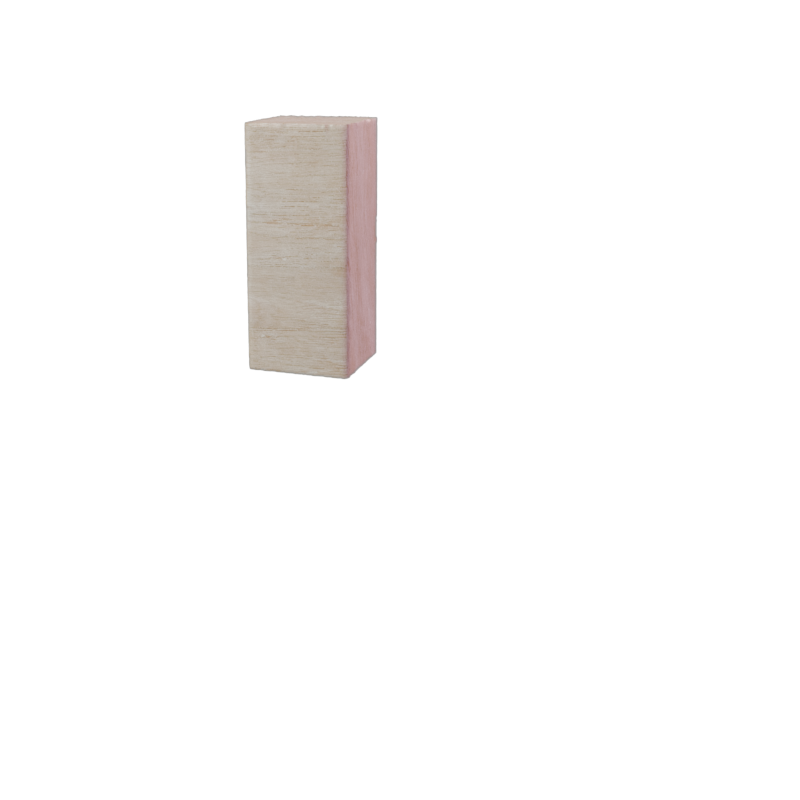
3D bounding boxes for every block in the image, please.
[{"bbox_3d":[-0.073,-0.133,0.932,0.093,0.201,0.090,4,13,16],"label":"block"}]
